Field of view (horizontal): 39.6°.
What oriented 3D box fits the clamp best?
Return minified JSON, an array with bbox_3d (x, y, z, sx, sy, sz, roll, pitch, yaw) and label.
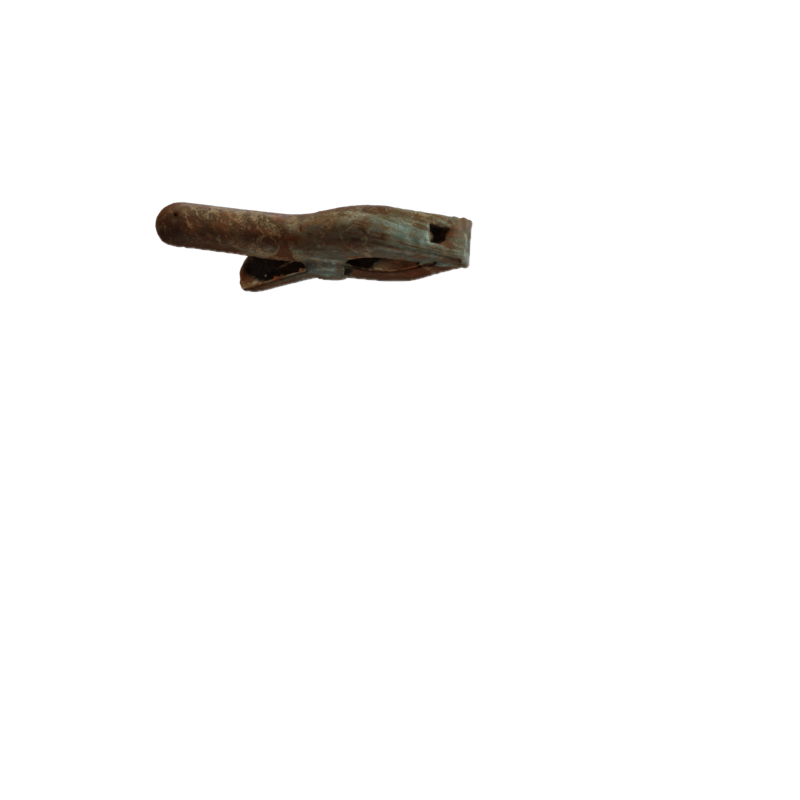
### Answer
[{"bbox_3d":[-0.049,-0.089,0.625,0.176,0.040,0.114,-3,-6,29],"label":"clamp"}]
